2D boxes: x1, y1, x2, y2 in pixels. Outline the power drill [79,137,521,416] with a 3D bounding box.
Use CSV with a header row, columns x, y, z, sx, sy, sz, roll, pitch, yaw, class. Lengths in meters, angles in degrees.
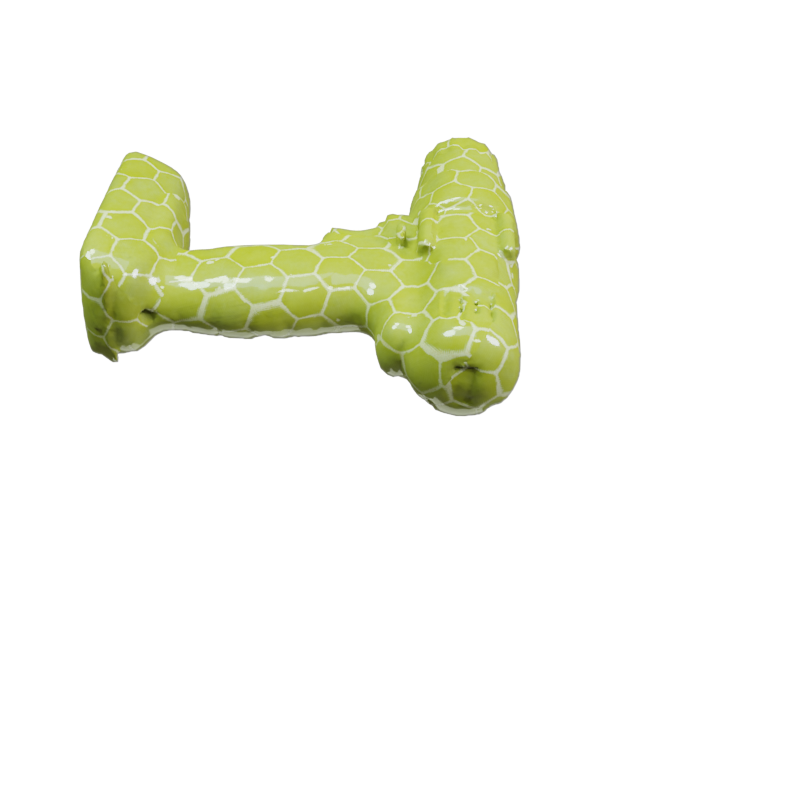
x,y,z,sx,sy,sz,roll,pitch,yaw,class
-0.039,-0.072,0.505,0.189,0.054,0.196,2,37,3,power drill
